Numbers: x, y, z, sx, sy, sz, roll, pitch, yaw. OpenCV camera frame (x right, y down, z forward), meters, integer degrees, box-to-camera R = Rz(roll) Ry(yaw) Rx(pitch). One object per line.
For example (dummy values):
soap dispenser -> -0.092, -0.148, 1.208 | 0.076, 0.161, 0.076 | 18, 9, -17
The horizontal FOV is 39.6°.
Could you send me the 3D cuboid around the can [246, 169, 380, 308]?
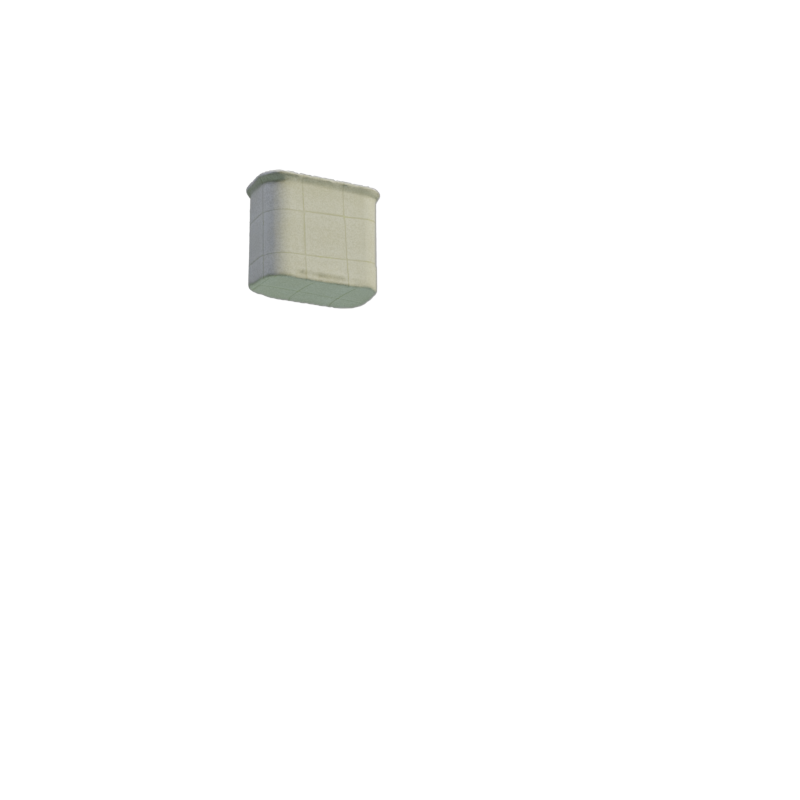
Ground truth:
can -> -0.066, -0.121, 0.846 | 0.098, 0.088, 0.057 | 8, -21, -25
